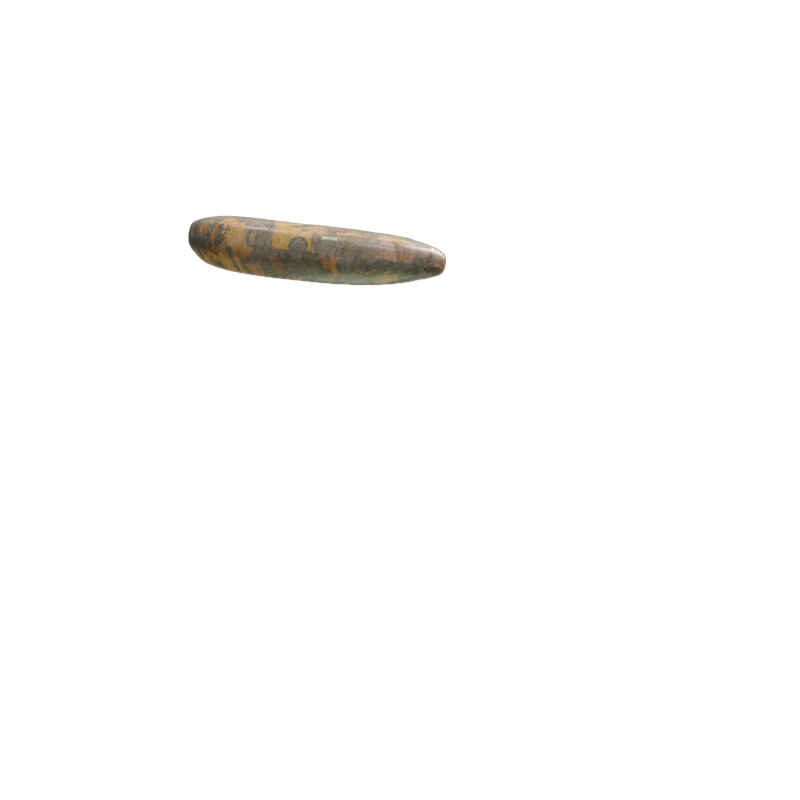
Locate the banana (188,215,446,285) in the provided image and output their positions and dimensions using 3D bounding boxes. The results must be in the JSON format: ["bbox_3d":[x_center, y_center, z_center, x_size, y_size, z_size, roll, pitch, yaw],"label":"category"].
[{"bbox_3d":[-0.071,-0.102,0.735,0.207,0.035,0.069,12,22,29],"label":"banana"}]
